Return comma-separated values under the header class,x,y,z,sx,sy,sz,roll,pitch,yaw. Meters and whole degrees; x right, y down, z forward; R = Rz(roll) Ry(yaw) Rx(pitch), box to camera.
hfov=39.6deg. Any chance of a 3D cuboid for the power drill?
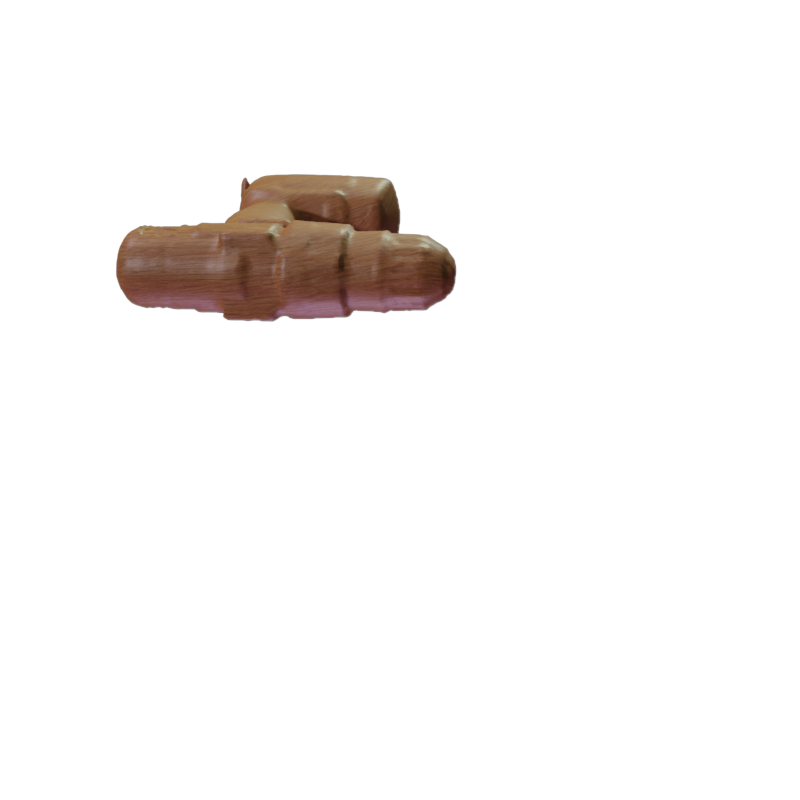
class,x,y,z,sx,sy,sz,roll,pitch,yaw
power drill,-0.051,-0.094,0.656,0.188,0.055,0.191,4,18,11
